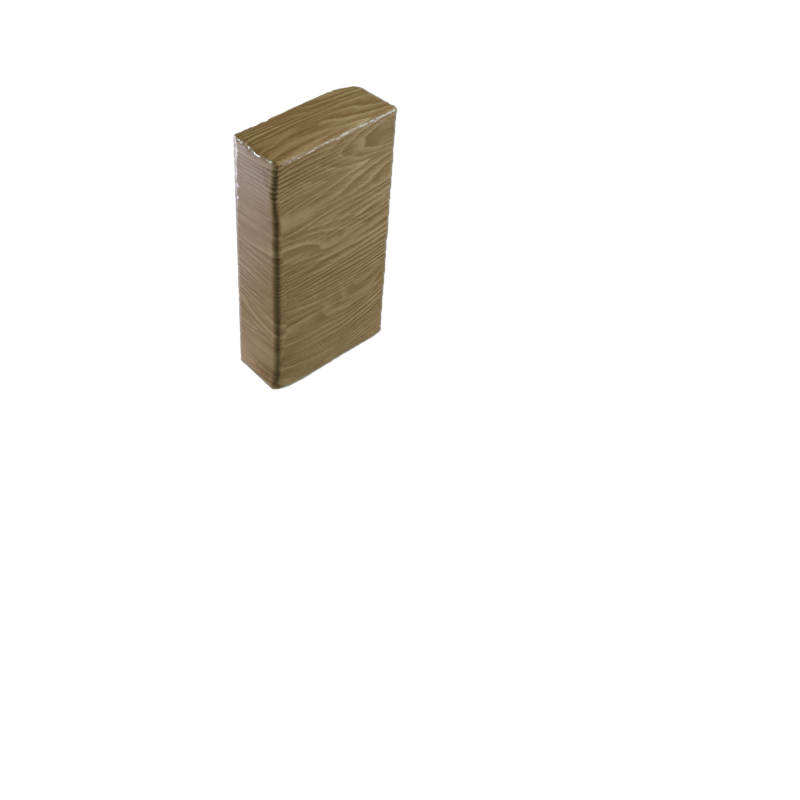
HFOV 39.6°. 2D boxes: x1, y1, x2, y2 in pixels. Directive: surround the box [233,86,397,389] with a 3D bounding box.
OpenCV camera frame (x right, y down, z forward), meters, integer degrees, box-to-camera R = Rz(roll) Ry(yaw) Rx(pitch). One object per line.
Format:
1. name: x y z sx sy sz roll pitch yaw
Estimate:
1. box: -0.053 -0.096 0.673 0.093 0.164 0.051 -31 50 -33
